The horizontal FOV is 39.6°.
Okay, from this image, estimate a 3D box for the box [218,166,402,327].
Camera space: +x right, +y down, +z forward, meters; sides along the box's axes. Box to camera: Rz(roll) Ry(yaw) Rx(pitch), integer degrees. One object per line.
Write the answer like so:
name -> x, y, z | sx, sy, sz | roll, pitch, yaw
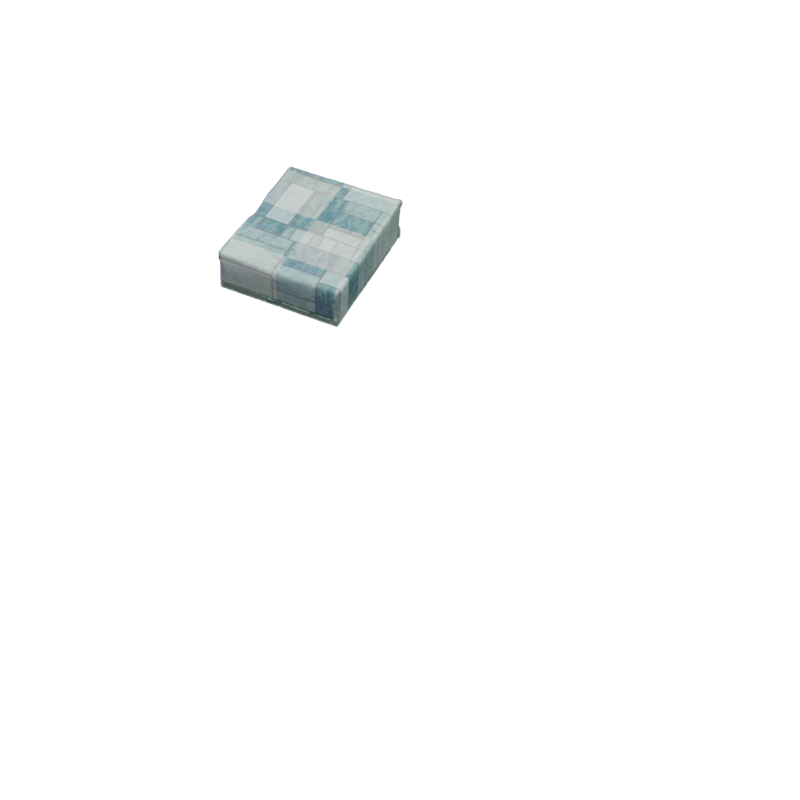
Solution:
box -> -0.049, -0.089, 0.622 | 0.076, 0.028, 0.092 | 18, 48, 17
